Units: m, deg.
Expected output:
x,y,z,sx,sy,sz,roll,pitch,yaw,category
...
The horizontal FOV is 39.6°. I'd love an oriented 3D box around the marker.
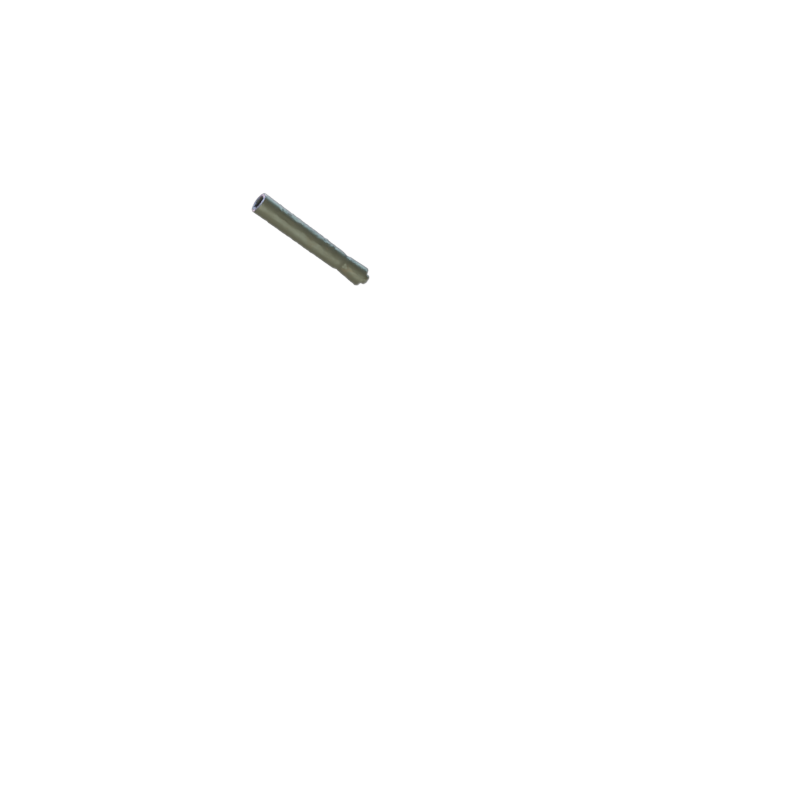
x,y,z,sx,sy,sz,roll,pitch,yaw,category
-0.074,-0.134,0.942,0.115,0.020,0.020,34,-11,-21,marker
